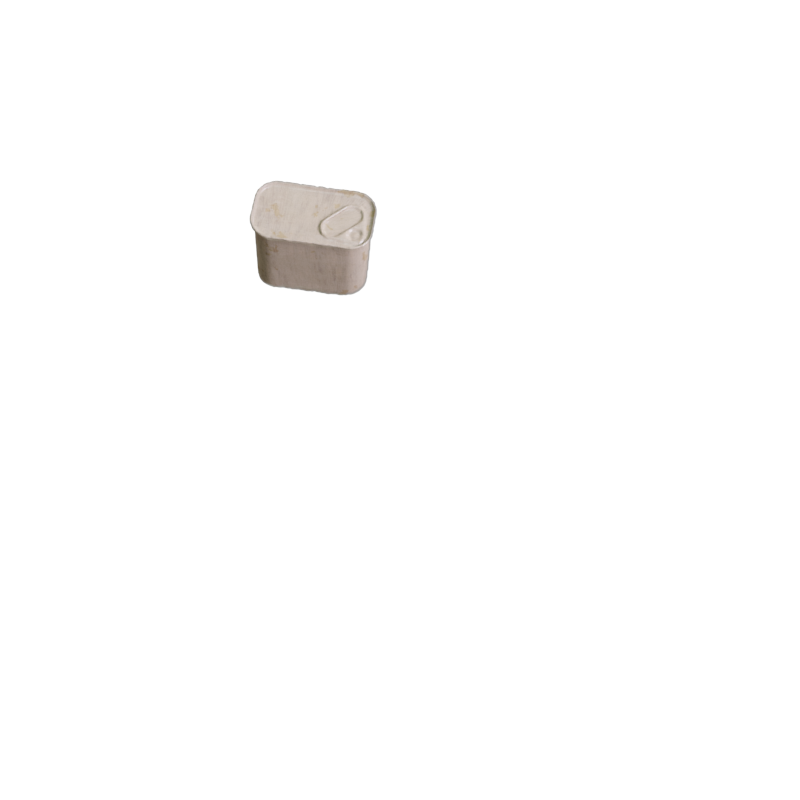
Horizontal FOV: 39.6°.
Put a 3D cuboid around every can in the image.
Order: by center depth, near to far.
[{"bbox_3d":[-0.074,-0.134,0.941,0.103,0.061,0.079,8,-29,3],"label":"can"}]
